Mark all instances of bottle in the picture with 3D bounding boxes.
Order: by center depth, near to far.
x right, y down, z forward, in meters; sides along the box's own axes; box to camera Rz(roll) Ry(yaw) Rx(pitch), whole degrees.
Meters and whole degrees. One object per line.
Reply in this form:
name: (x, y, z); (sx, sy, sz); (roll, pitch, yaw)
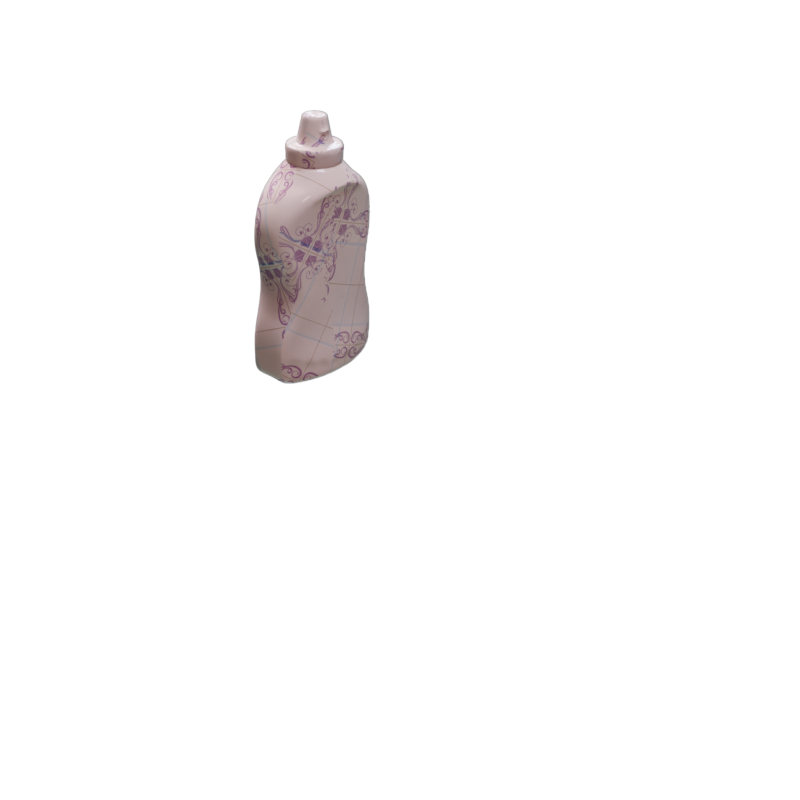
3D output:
bottle: (-0.062, -0.113, 0.796); (0.062, 0.182, 0.095); (23, 33, 38)
